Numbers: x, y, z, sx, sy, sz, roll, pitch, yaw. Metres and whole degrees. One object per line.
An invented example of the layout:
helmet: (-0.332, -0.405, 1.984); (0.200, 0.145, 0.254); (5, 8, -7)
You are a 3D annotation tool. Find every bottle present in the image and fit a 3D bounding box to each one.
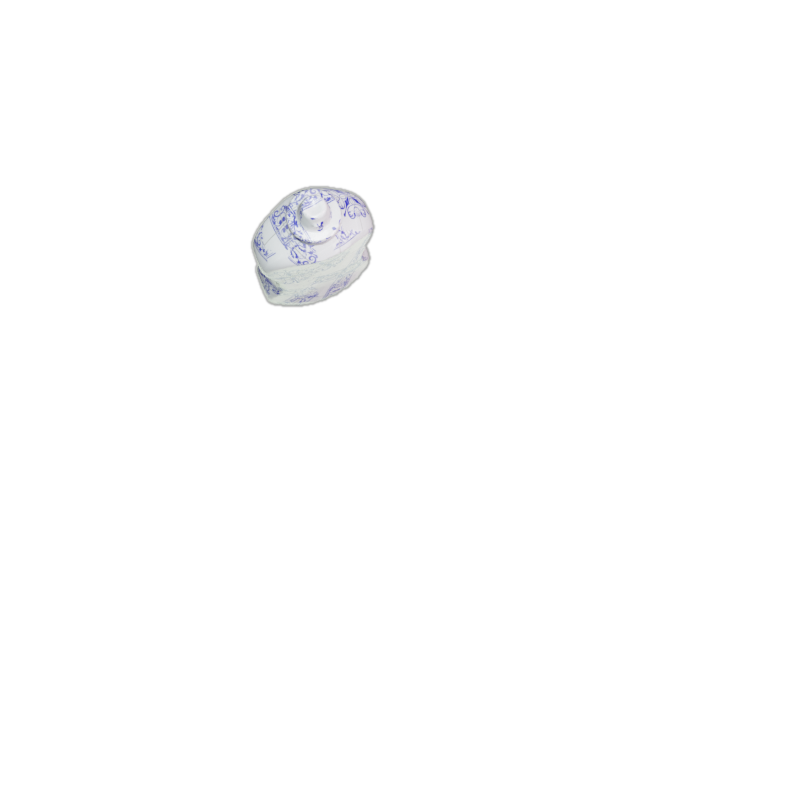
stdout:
bottle: (-0.069, -0.125, 0.881); (0.096, 0.060, 0.186); (-20, -7, -7)
